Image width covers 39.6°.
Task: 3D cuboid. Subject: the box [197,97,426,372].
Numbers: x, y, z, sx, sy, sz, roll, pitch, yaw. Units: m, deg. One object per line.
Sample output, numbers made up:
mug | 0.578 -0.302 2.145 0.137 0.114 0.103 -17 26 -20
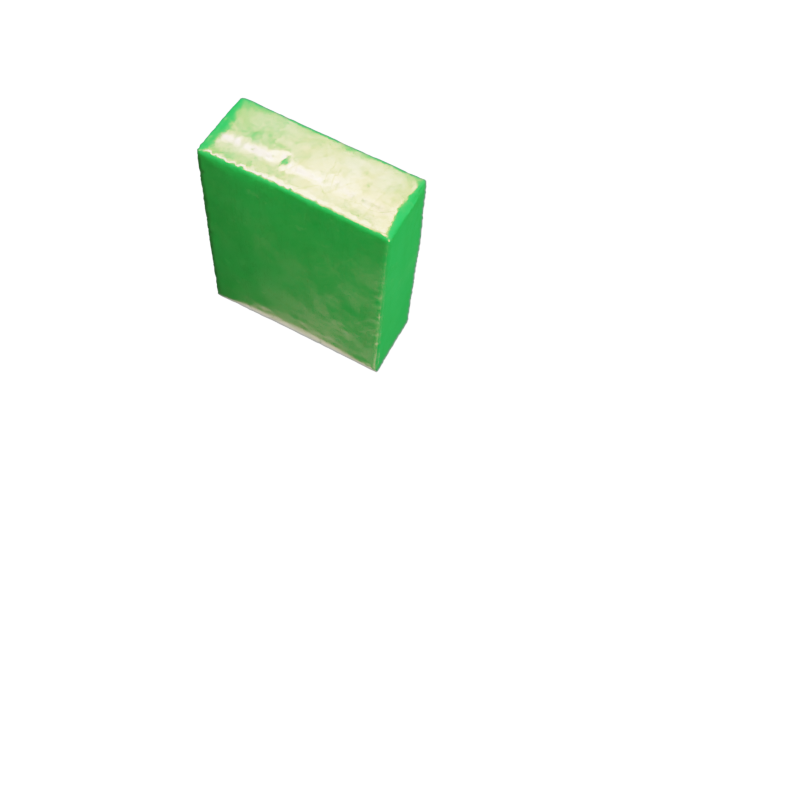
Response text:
box | -0.070 -0.128 0.898 0.169 0.074 0.201 28 -26 12
